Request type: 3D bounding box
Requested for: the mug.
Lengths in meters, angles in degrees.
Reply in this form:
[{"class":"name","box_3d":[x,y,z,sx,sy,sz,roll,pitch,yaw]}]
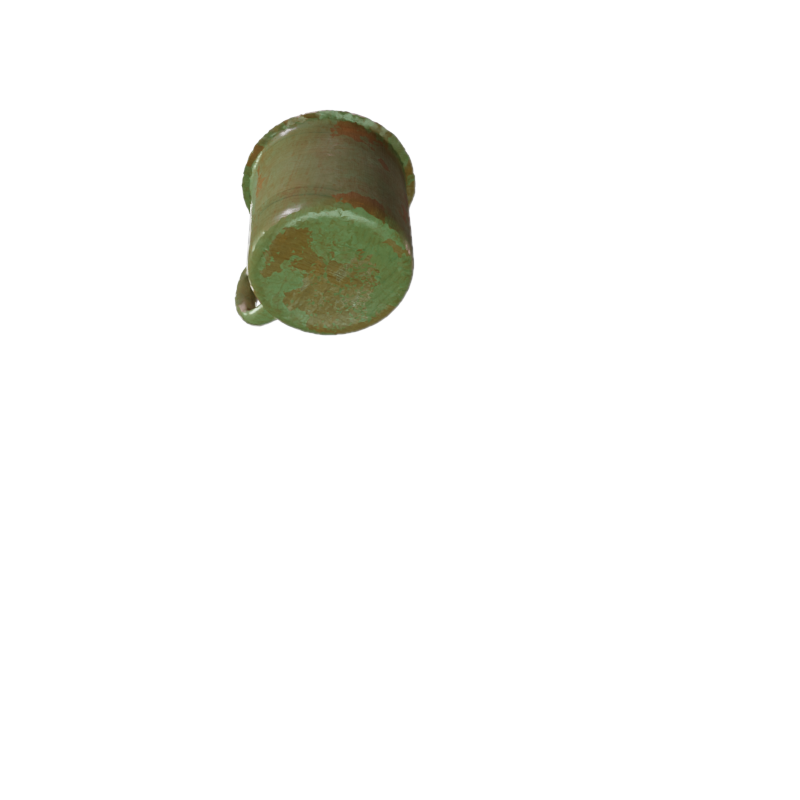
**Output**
[{"class":"mug","box_3d":[-0.045,-0.081,0.569,0.116,0.087,0.088,-37,-59,25]}]
